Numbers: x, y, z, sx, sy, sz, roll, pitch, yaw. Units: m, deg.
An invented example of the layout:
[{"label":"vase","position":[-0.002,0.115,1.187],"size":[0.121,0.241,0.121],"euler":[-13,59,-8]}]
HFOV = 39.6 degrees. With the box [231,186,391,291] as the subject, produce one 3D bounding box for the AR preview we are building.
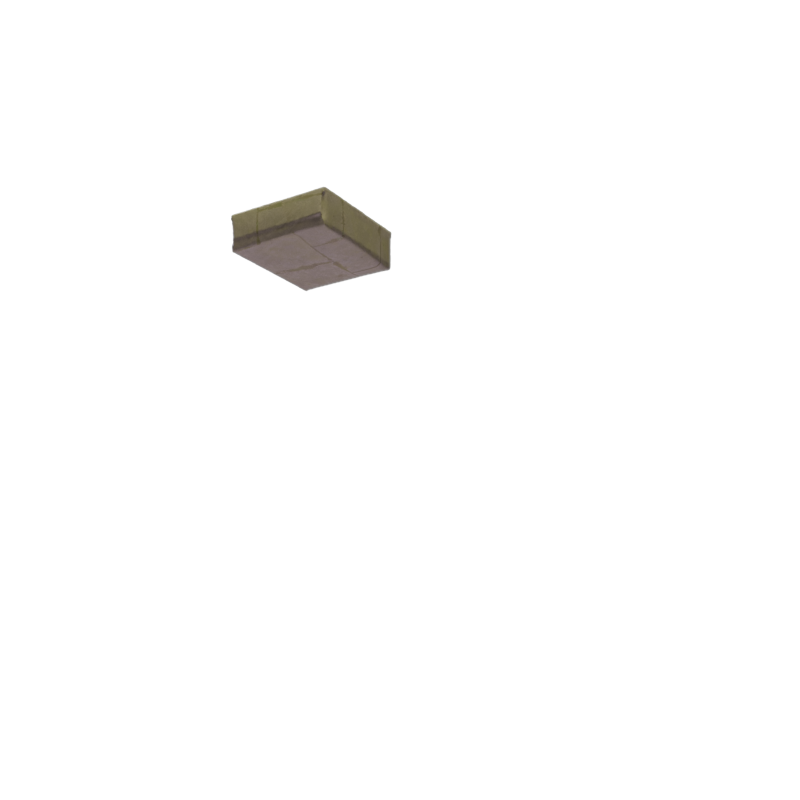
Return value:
[{"label":"box","position":[-0.071,-0.130,0.912],"size":[0.091,0.041,0.106],"euler":[-11,-21,28]}]
